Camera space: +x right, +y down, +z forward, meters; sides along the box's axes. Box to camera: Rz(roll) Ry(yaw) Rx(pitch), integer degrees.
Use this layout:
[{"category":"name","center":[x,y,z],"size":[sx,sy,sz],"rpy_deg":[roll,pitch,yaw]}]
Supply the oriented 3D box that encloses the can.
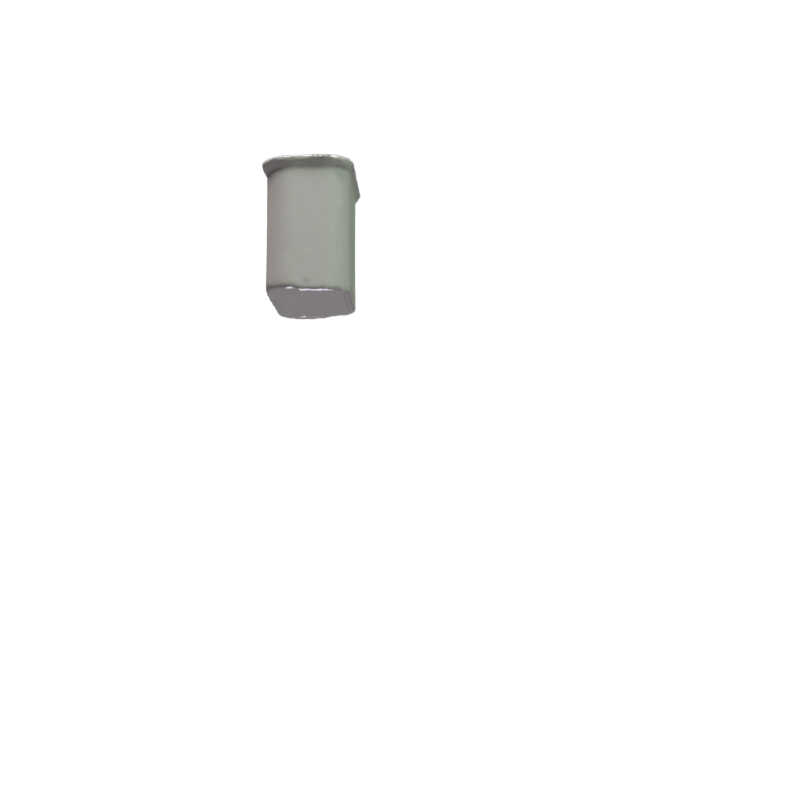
[{"category":"can","center":[-0.056,-0.101,0.709],"size":[0.058,0.086,0.099],"rpy_deg":[-1,-10,2]}]
